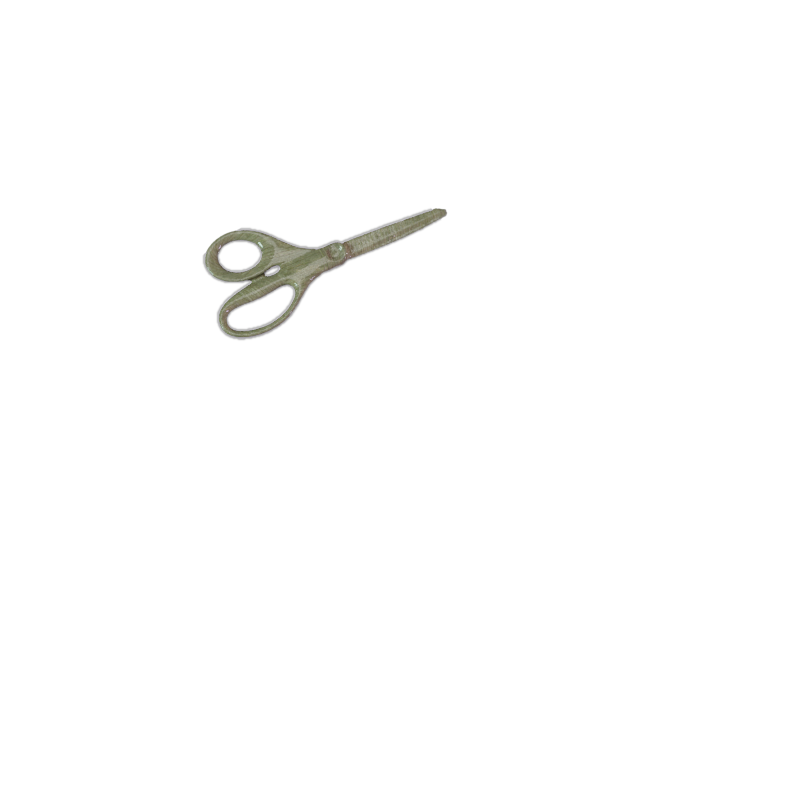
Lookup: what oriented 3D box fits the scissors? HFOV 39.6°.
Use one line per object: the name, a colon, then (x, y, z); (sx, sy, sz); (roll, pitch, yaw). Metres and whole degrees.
scissors: (-0.069, -0.127, 0.887); (0.202, 0.100, 0.015); (-38, -14, -11)
